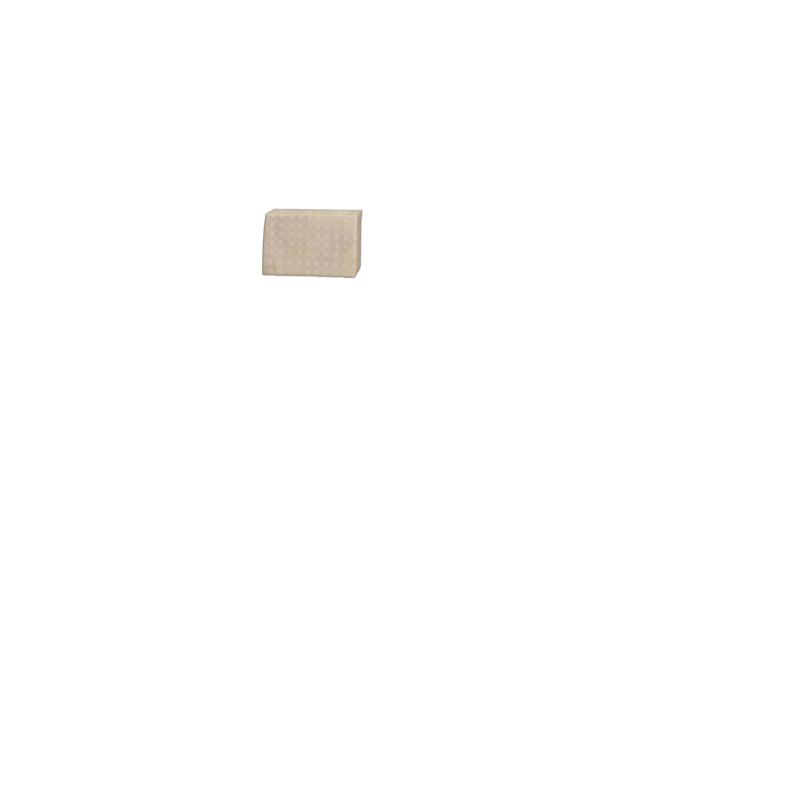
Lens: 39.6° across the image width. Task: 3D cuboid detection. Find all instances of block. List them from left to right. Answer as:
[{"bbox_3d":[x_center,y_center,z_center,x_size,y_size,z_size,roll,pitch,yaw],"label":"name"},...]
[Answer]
[{"bbox_3d":[-0.072,-0.131,0.917,0.079,0.050,0.054,2,12,6],"label":"block"}]
